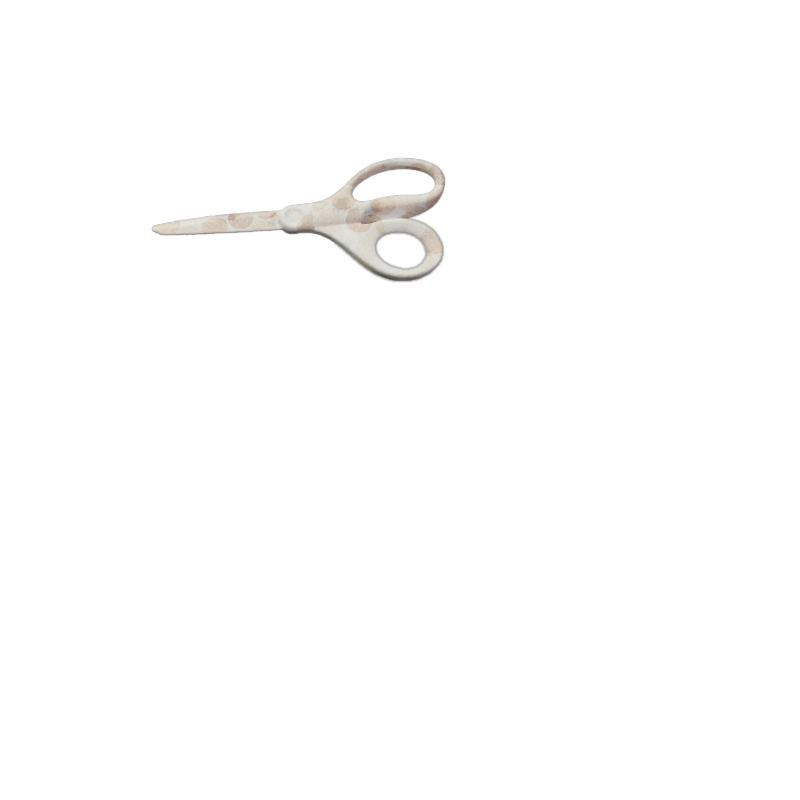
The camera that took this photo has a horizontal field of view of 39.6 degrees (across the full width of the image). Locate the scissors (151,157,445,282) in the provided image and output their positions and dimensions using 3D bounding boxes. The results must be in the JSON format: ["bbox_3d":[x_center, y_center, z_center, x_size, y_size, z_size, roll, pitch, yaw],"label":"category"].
[{"bbox_3d":[-0.059,-0.107,0.753,0.201,0.101,0.015,-20,-18,-7],"label":"scissors"}]
